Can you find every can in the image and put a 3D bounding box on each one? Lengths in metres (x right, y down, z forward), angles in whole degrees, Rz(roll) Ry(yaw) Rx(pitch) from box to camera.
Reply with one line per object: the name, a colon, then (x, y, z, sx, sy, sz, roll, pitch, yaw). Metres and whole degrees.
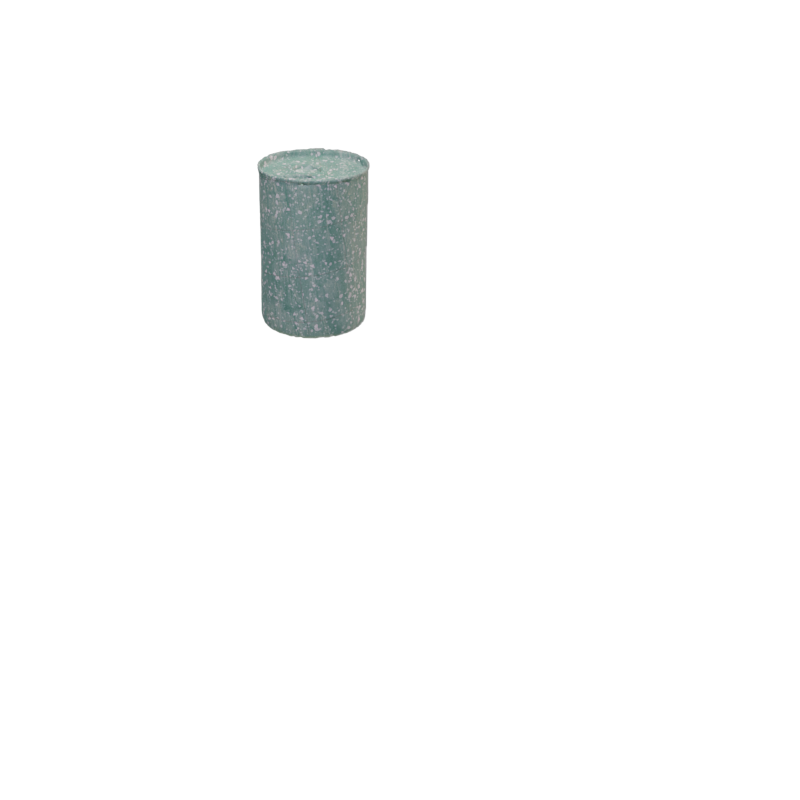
can: (-0.054, -0.098, 0.687, 0.068, 0.097, 0.072, 0, 24, -2)
